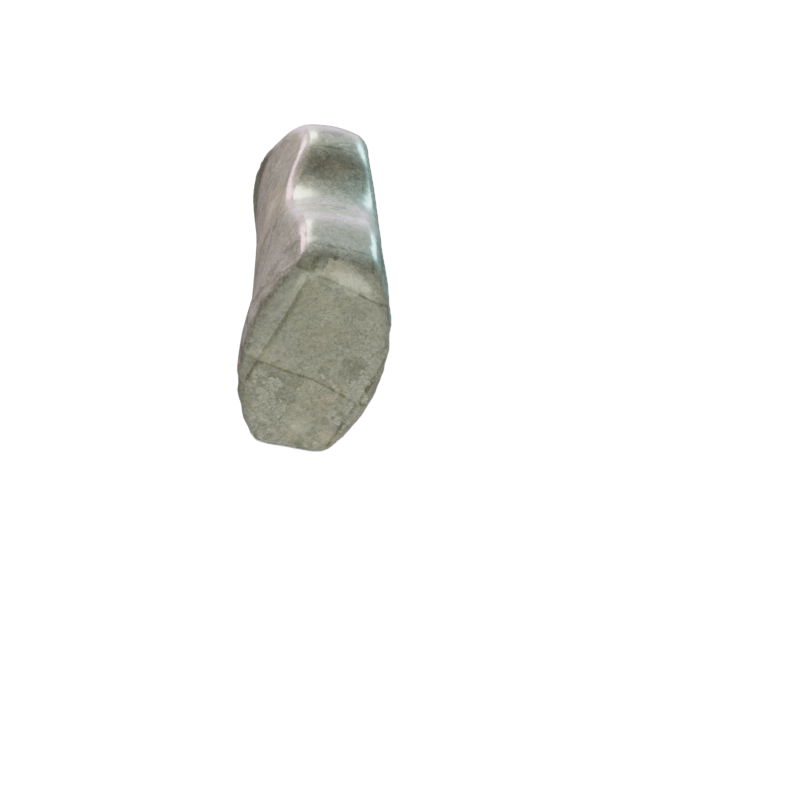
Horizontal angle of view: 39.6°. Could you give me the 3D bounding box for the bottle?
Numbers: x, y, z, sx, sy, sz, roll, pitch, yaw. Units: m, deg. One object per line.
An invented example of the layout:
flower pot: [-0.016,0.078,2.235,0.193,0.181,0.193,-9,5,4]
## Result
bottle: [-0.041,-0.073,0.514,0.057,0.091,0.205,9,35,-11]
